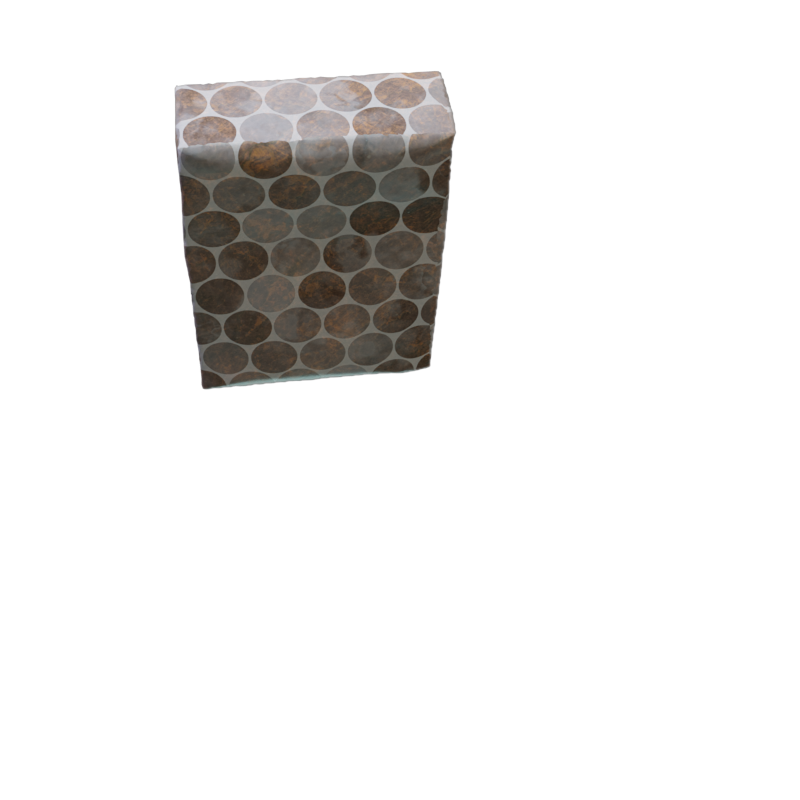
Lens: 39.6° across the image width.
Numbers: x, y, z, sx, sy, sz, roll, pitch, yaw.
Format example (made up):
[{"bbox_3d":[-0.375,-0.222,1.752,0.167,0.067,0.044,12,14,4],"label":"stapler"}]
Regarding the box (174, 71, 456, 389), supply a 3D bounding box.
[{"bbox_3d":[-0.056,-0.102,0.718,0.163,0.077,0.199,-4,-42,-6],"label":"box"}]
